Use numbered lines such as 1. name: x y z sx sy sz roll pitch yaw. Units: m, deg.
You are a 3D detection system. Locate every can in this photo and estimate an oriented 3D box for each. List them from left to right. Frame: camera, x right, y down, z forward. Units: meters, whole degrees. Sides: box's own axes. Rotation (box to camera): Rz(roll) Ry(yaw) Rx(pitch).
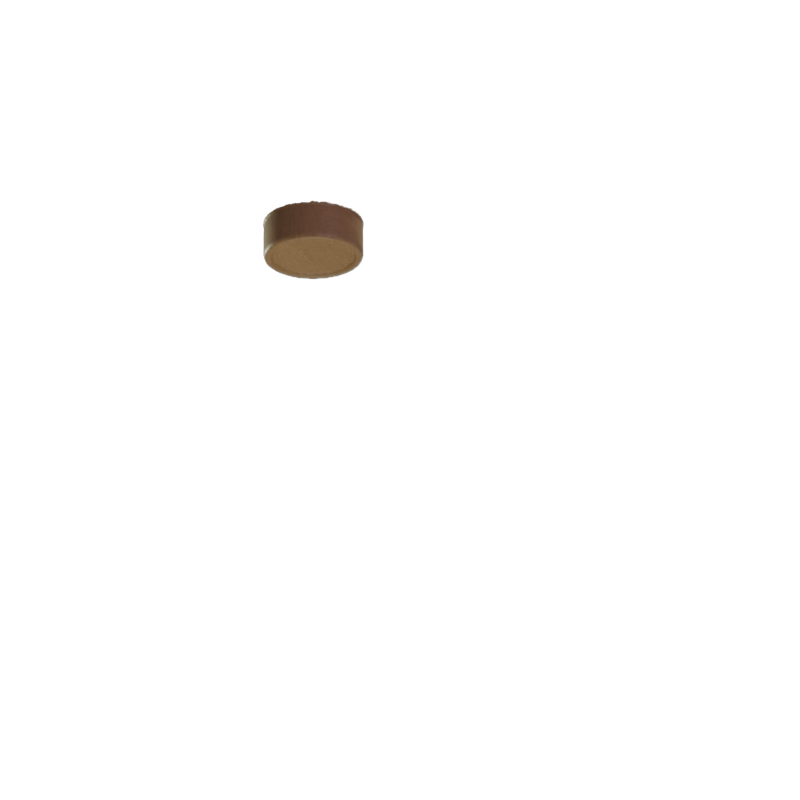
1. can: -0.074 -0.134 0.939 0.086 0.035 0.082 0 -20 -2
